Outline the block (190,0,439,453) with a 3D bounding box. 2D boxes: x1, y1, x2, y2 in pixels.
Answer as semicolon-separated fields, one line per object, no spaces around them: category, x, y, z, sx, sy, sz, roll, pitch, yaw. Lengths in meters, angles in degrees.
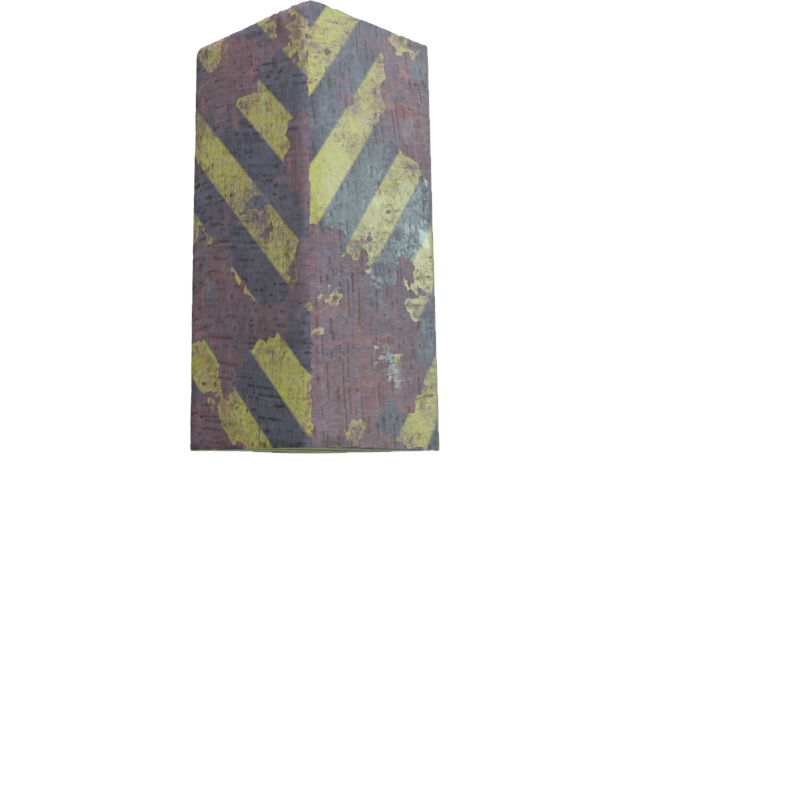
block;-0.044;-0.079;0.555;0.093;0.212;0.086;-11;-15;43
